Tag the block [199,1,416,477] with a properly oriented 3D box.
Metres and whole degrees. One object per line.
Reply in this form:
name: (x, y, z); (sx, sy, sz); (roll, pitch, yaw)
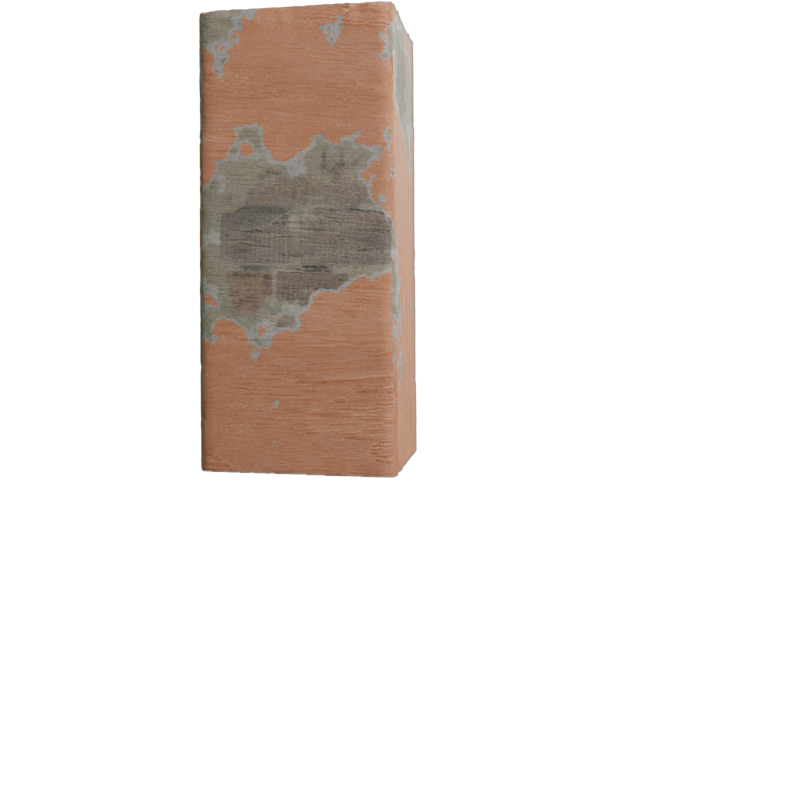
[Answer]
block: (-0.042, -0.075, 0.528); (0.092, 0.207, 0.089); (0, -1, 9)
